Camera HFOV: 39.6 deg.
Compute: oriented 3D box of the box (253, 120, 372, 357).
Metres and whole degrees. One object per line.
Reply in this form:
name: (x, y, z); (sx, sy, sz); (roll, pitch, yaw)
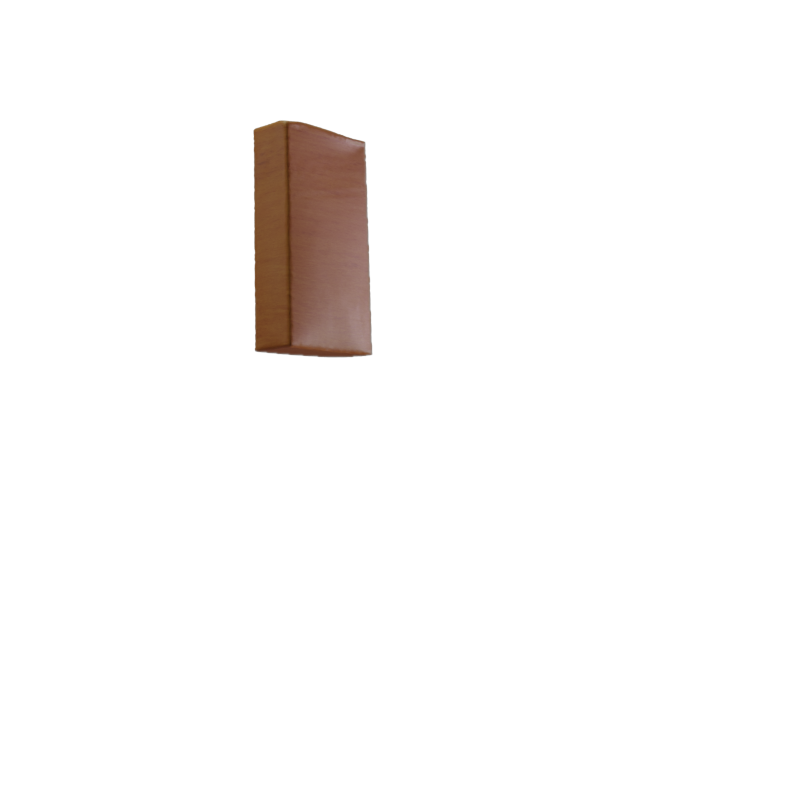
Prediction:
box: (-0.068, -0.123, 0.864); (0.049, 0.181, 0.089); (-10, -13, 42)
